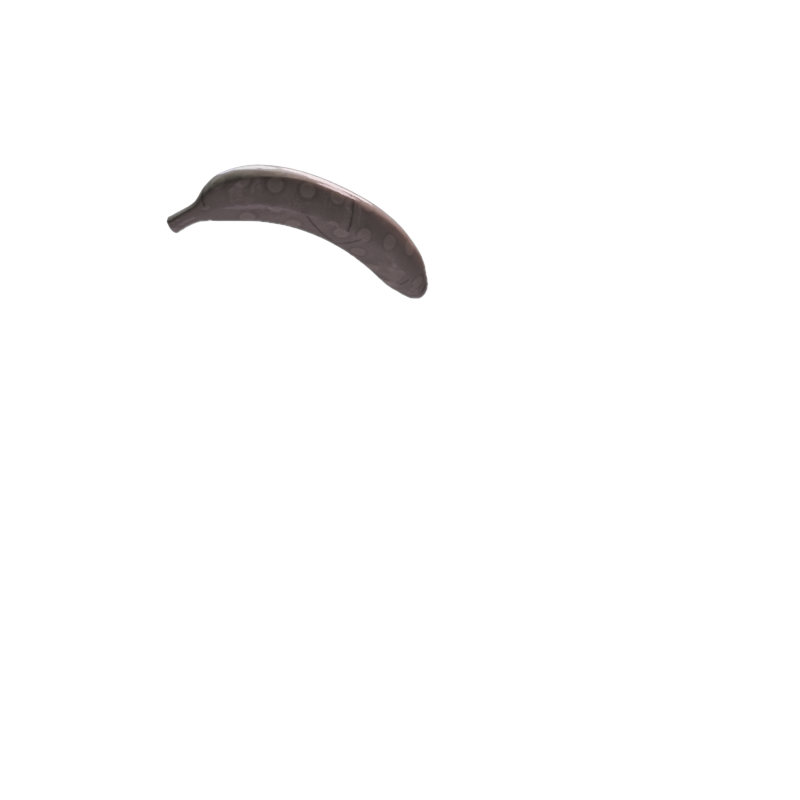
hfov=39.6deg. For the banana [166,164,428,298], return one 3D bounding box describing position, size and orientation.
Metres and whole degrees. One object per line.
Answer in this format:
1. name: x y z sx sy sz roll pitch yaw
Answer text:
1. banana: -0.054 -0.118 0.751 0.190 0.039 0.068 15 -37 -23
